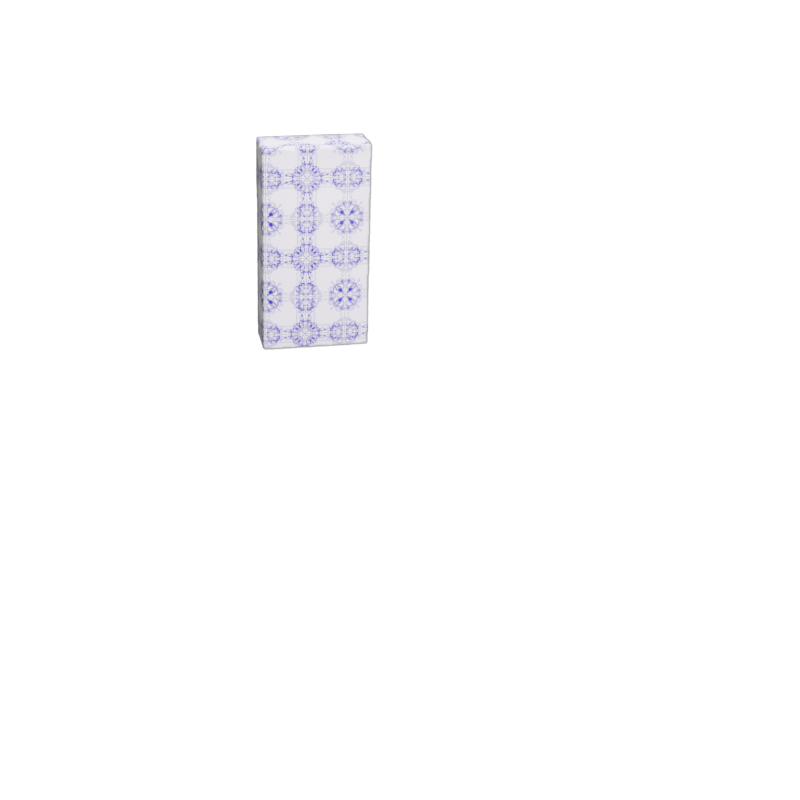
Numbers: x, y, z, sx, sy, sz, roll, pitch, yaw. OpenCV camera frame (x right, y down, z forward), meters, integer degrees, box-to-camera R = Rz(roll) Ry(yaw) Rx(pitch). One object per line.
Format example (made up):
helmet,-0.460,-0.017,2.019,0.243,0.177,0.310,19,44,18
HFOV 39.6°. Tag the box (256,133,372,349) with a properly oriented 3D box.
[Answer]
box,-0.073,-0.132,0.928,0.092,0.168,0.051,-3,22,-11
